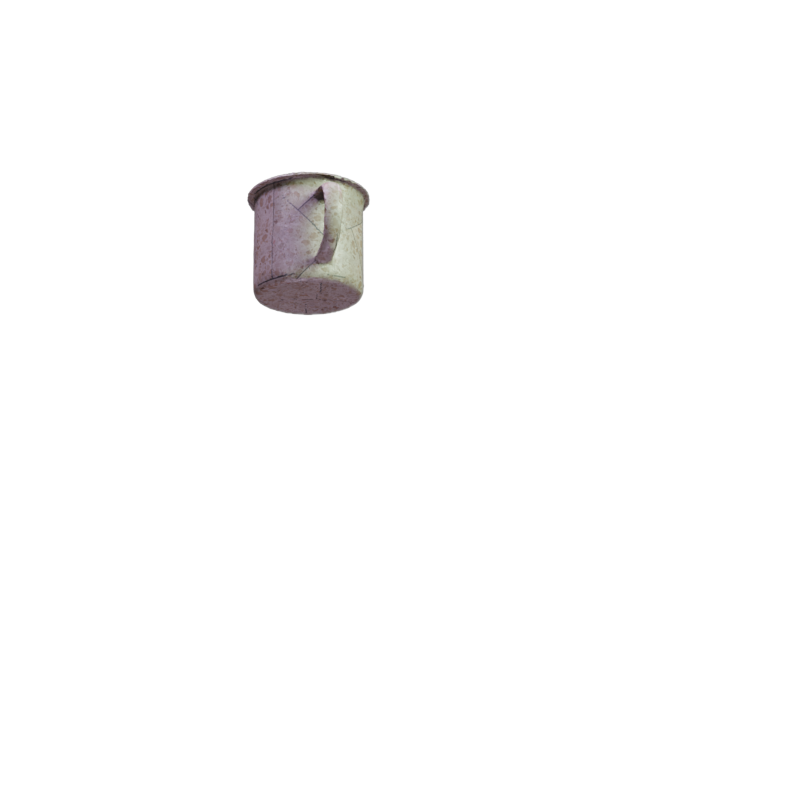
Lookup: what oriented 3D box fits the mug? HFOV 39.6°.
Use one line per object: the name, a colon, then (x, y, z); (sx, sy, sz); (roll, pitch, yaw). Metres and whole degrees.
mug: (-0.064, -0.117, 0.816); (0.091, 0.085, 0.115); (6, -20, -20)
